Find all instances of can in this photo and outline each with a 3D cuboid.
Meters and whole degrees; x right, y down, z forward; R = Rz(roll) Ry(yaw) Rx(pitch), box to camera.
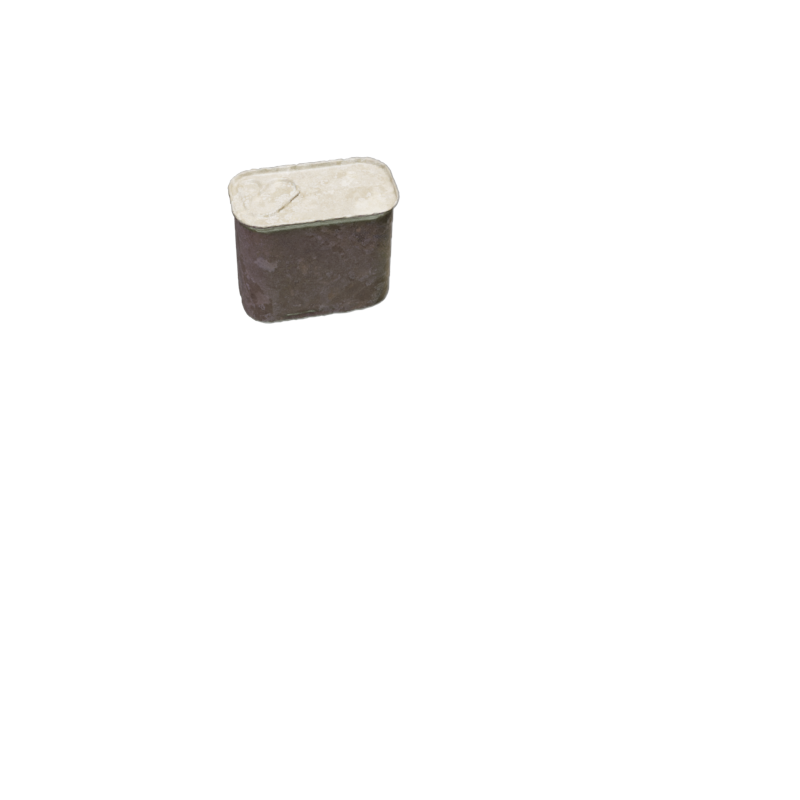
[{"bbox_3d":[-0.055,-0.099,0.697,0.101,0.078,0.062,-8,45,-10],"label":"can"}]
